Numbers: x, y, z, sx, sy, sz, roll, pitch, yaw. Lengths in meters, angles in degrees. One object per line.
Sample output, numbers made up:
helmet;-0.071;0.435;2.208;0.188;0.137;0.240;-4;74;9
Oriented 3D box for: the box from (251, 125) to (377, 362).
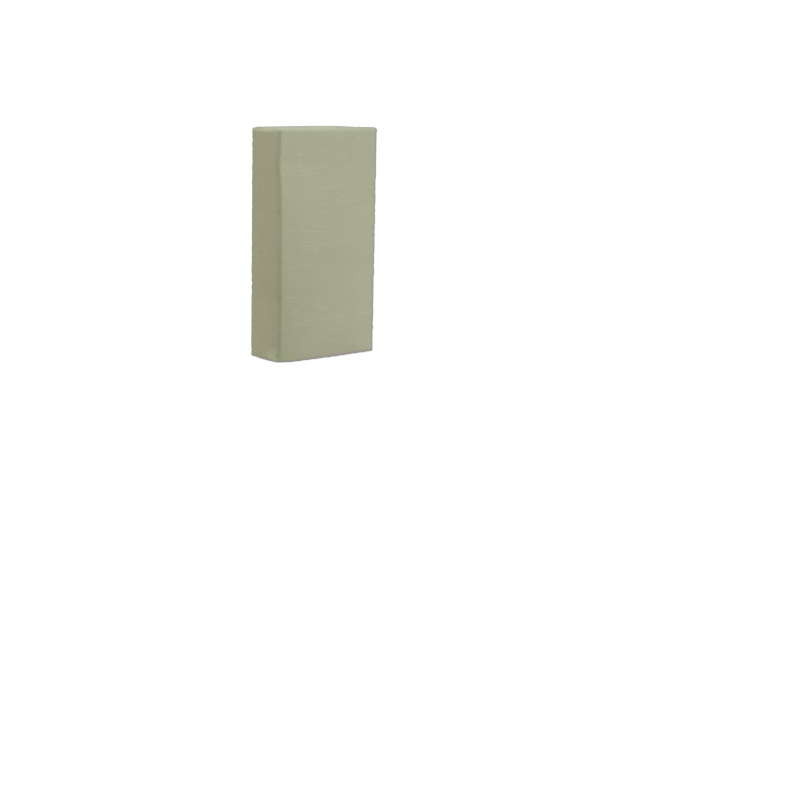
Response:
box;-0.066;-0.121;0.849;0.090;0.174;0.050;-5;9;-37
